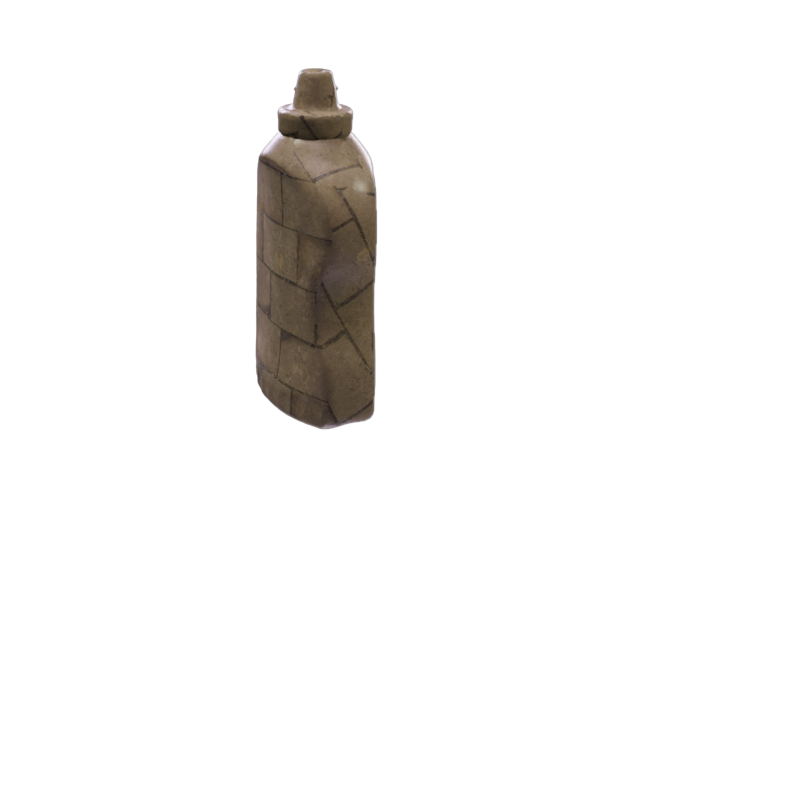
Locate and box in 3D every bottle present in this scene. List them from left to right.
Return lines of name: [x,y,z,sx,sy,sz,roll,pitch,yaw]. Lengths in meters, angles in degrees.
bottle: [-0.048,-0.089,0.620,0.057,0.184,0.102,-8,22,-26]
